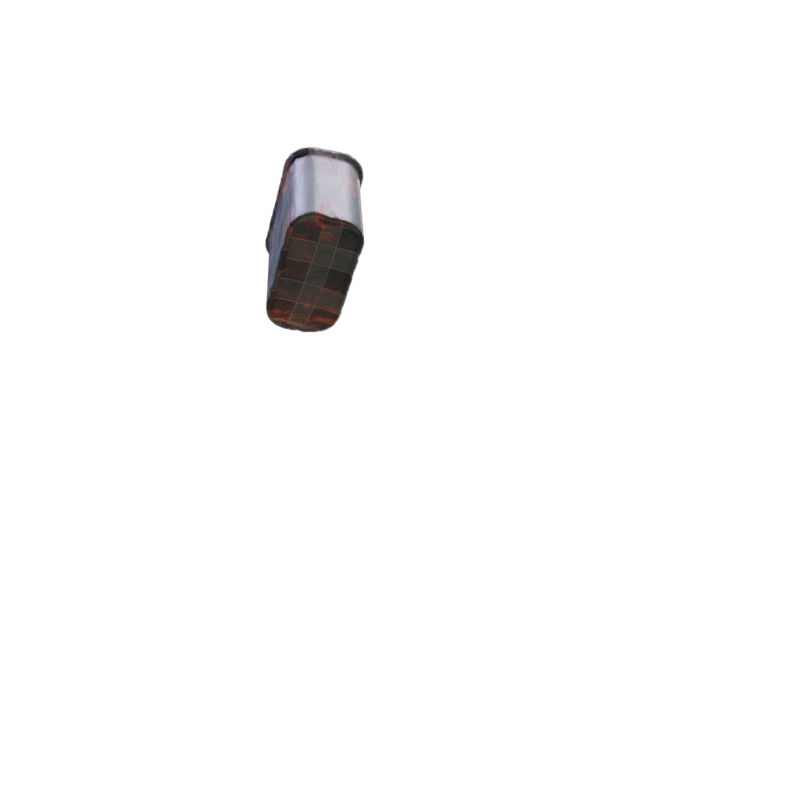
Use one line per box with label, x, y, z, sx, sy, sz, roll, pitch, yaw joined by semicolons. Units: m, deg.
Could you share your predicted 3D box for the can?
can;-0.060;-0.109;0.766;0.056;0.097;0.090;11;37;-12
